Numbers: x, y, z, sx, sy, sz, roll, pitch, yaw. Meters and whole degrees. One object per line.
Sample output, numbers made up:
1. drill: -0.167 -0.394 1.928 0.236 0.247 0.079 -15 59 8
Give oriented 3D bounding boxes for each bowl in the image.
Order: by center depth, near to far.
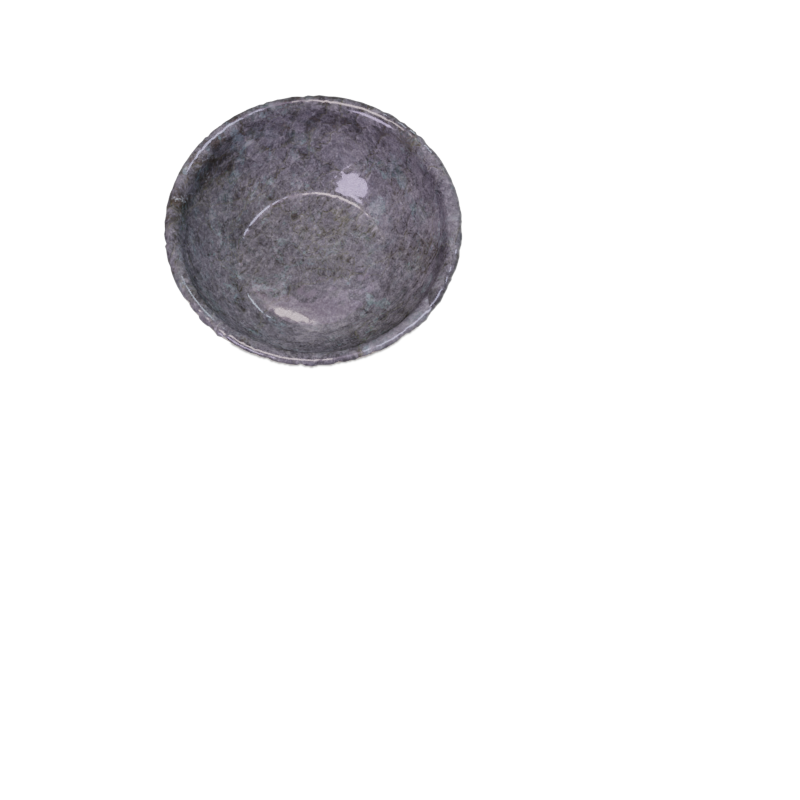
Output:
1. bowl: -0.049 -0.089 0.624 0.162 0.171 0.052 -1 -22 -1
